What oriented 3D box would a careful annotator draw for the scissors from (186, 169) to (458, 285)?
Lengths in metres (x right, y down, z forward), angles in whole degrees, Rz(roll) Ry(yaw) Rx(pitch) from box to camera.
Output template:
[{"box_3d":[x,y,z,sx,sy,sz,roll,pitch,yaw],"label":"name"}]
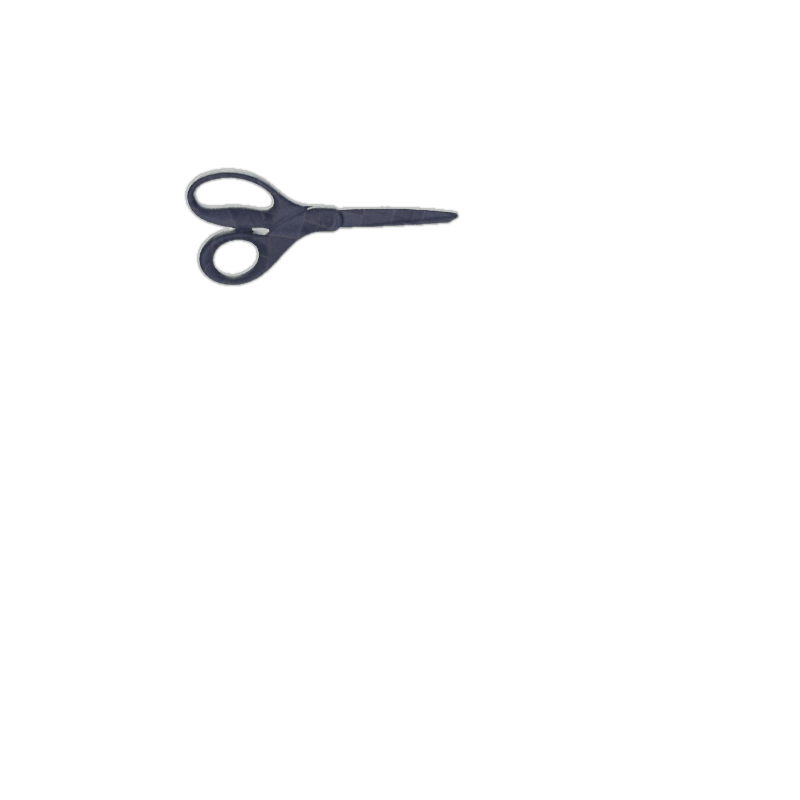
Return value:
[{"box_3d":[-0.065,-0.119,0.835,0.200,0.094,0.016,14,13,-3],"label":"scissors"}]
